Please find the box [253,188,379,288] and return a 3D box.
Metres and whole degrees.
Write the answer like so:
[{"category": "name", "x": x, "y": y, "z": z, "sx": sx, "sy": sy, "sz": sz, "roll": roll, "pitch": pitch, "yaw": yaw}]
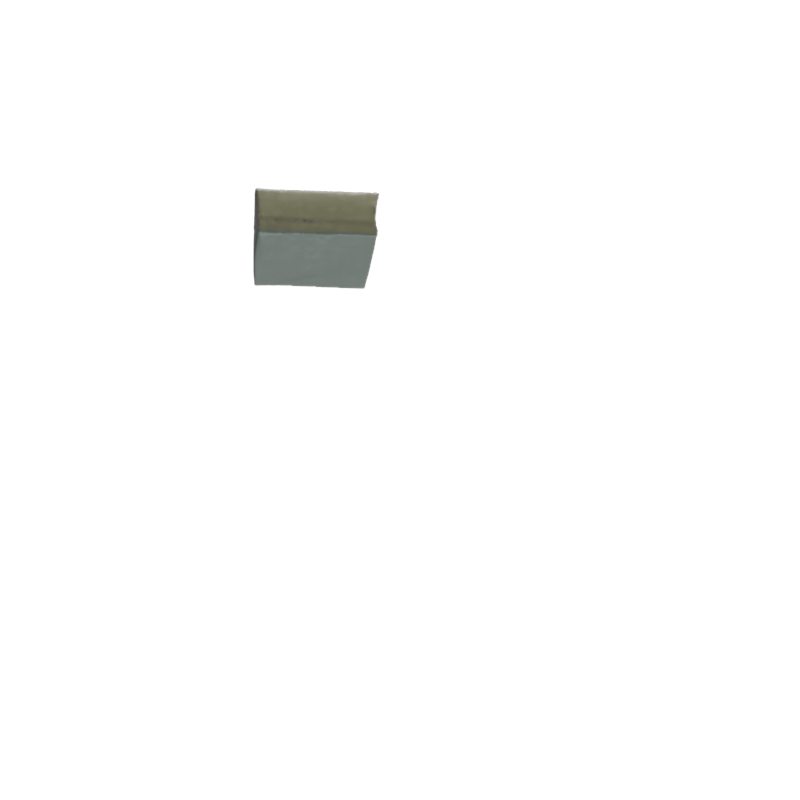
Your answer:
[{"category": "box", "x": -0.065, "y": -0.119, "z": 0.835, "sx": 0.089, "sy": 0.041, "sz": 0.110, "roll": 1, "pitch": -14, "yaw": -6}]
